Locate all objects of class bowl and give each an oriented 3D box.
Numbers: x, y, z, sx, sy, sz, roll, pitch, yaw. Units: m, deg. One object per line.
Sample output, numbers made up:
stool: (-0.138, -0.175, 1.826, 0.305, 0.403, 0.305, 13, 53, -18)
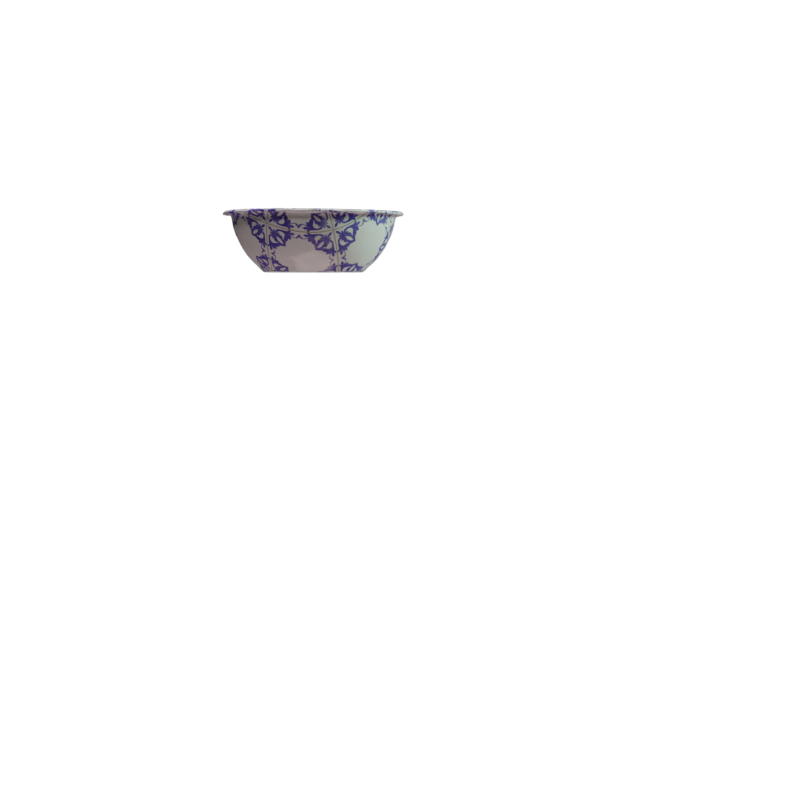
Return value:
bowl: (-0.078, -0.142, 0.992, 0.162, 0.055, 0.163, 0, 6, -2)
